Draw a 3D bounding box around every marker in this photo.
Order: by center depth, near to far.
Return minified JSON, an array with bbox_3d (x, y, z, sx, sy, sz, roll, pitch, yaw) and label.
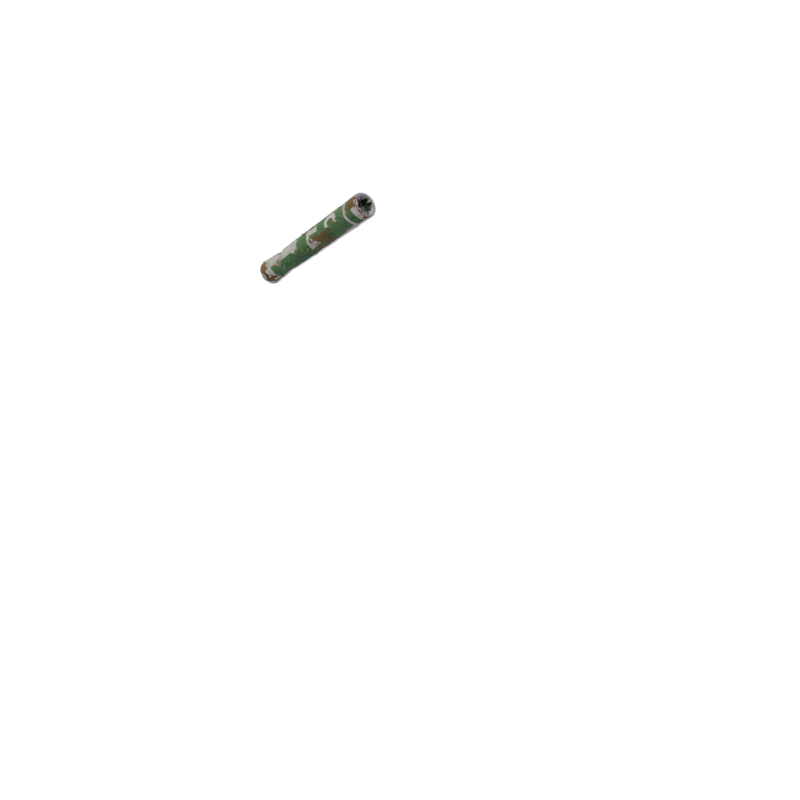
[{"bbox_3d":[-0.061,-0.112,0.782,0.019,0.021,0.120,-3,-17,-42],"label":"marker"}]
